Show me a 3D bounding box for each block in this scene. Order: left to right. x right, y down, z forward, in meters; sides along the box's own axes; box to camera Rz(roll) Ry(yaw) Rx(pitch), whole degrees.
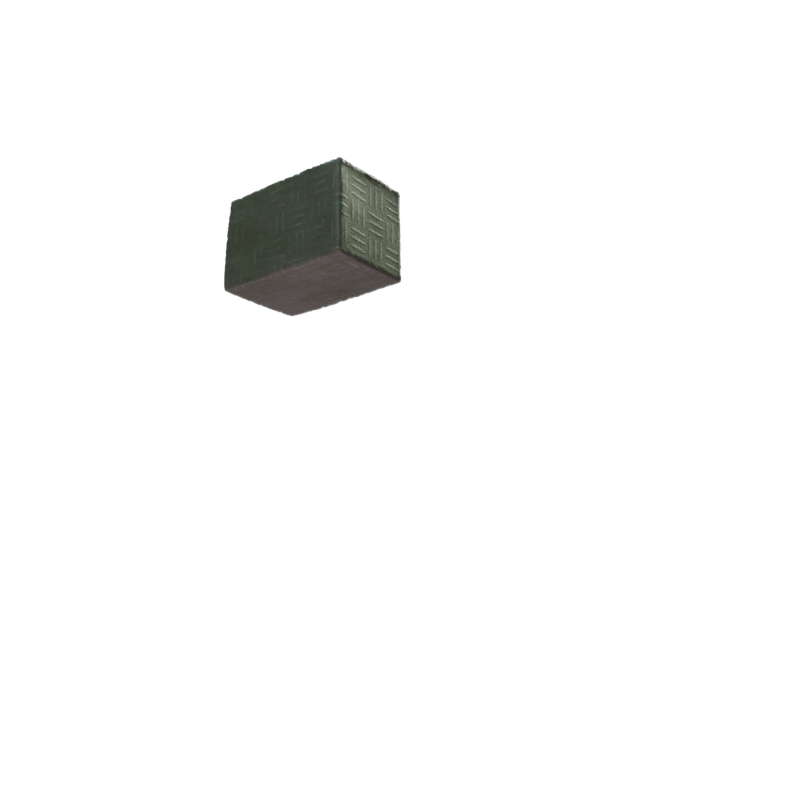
[{"bbox_3d":[-0.045,-0.082,0.572,0.079,0.054,0.049,-15,-25,35],"label":"block"}]
